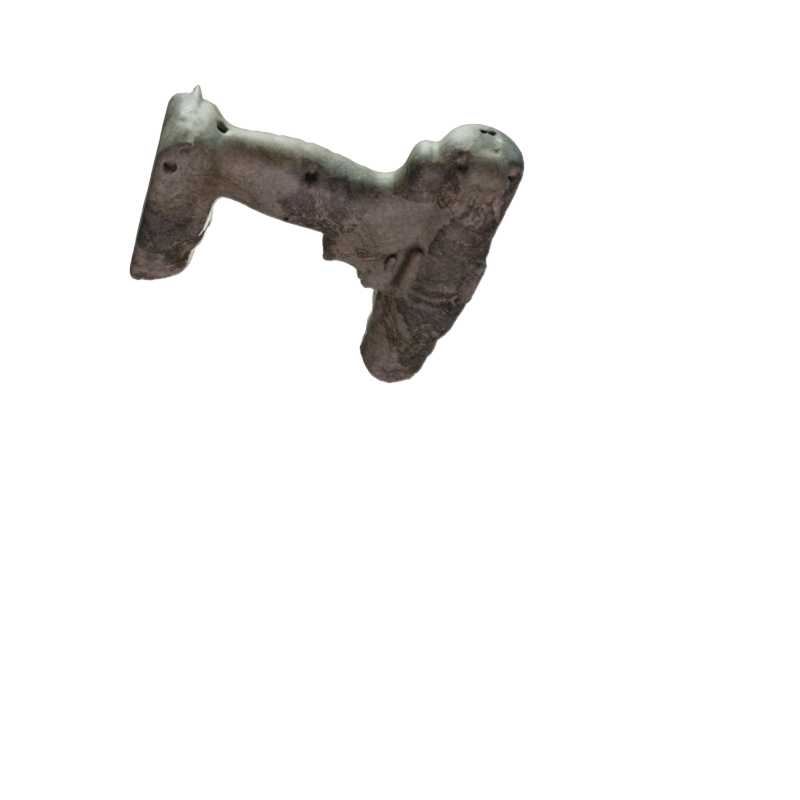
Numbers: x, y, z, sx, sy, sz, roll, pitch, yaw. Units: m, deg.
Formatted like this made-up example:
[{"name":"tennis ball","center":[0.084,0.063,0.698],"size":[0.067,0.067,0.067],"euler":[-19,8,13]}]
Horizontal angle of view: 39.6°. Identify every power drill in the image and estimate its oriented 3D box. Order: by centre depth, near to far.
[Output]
[{"name":"power drill","center":[-0.047,-0.086,0.601],"size":[0.184,0.062,0.175],"euler":[11,-45,-12]}]
